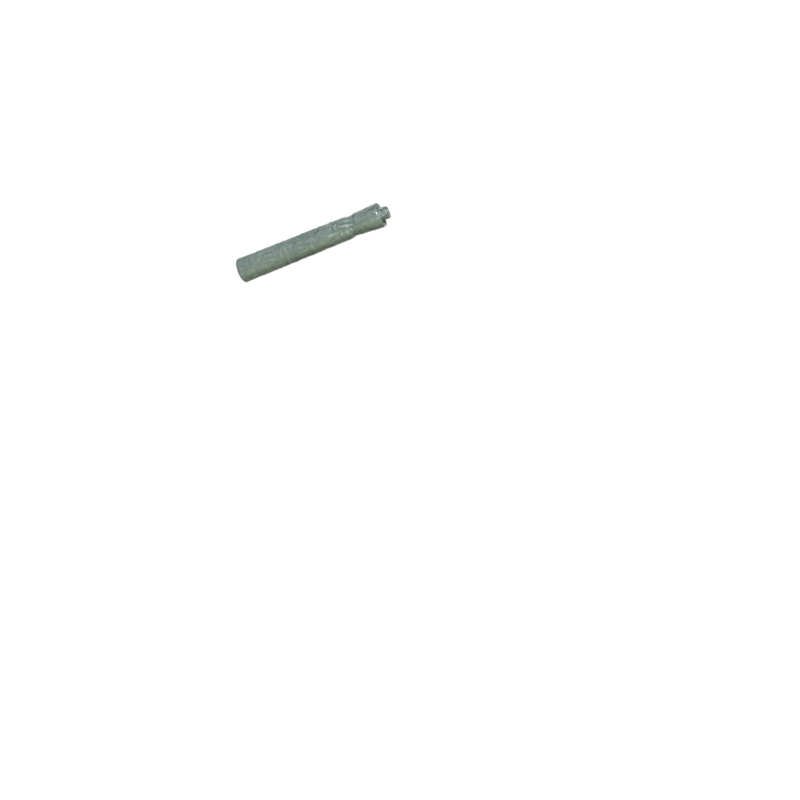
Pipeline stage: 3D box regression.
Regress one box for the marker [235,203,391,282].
[{"bbox_3d":[-0.063,-0.116,0.811,0.122,0.020,0.019,-19,-2,17],"label":"marker"}]
